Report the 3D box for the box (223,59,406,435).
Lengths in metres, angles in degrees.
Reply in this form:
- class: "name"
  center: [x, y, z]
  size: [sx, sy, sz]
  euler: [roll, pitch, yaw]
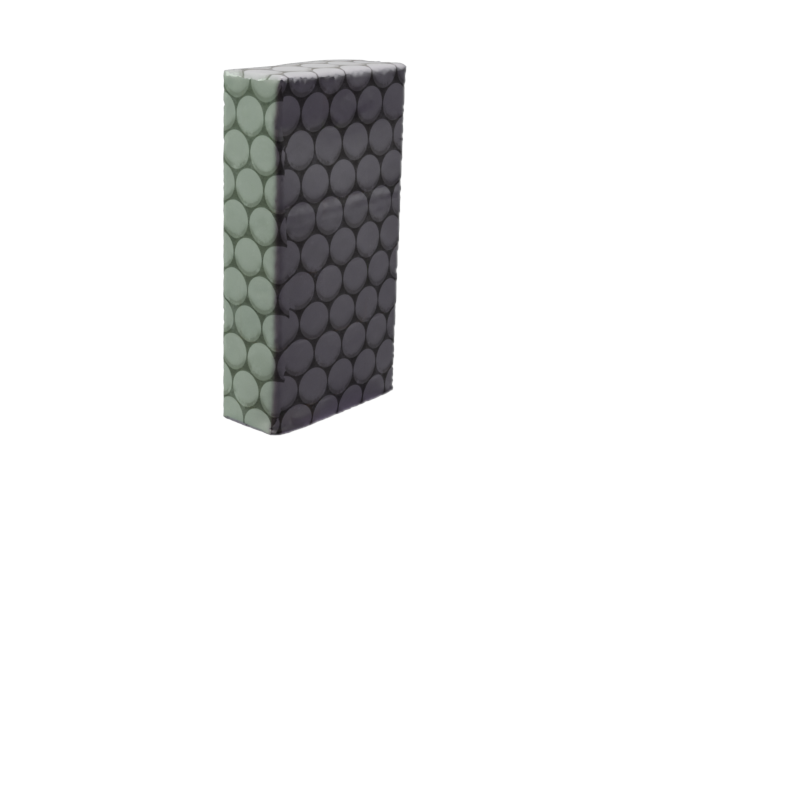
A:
- class: "box"
  center: [-0.044, -0.079, 0.555]
  size: [0.051, 0.171, 0.092]
  euler: [12, 19, 38]
